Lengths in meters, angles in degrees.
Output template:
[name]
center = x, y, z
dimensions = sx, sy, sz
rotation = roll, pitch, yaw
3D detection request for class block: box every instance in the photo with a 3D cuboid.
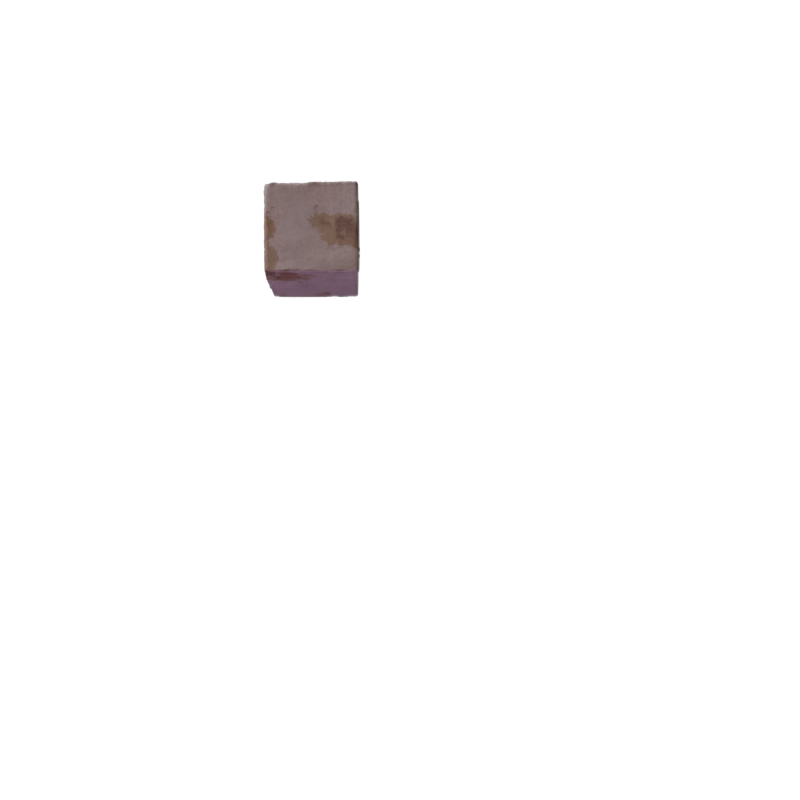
[block]
center = -0.050, -0.091, 0.634
dimensions = 0.053, 0.053, 0.076
rotation = 0, -8, -2
